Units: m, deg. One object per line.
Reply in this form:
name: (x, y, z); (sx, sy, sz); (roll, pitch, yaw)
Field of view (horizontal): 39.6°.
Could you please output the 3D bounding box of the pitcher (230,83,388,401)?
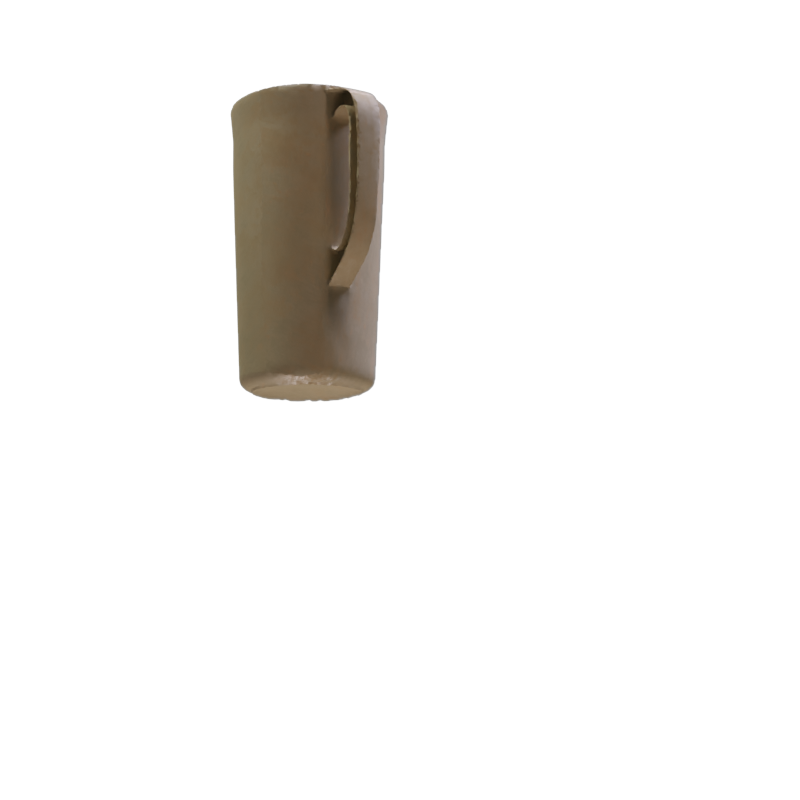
pitcher: (-0.070, -0.128, 0.897); (0.147, 0.252, 0.141); (-5, -15, 15)
